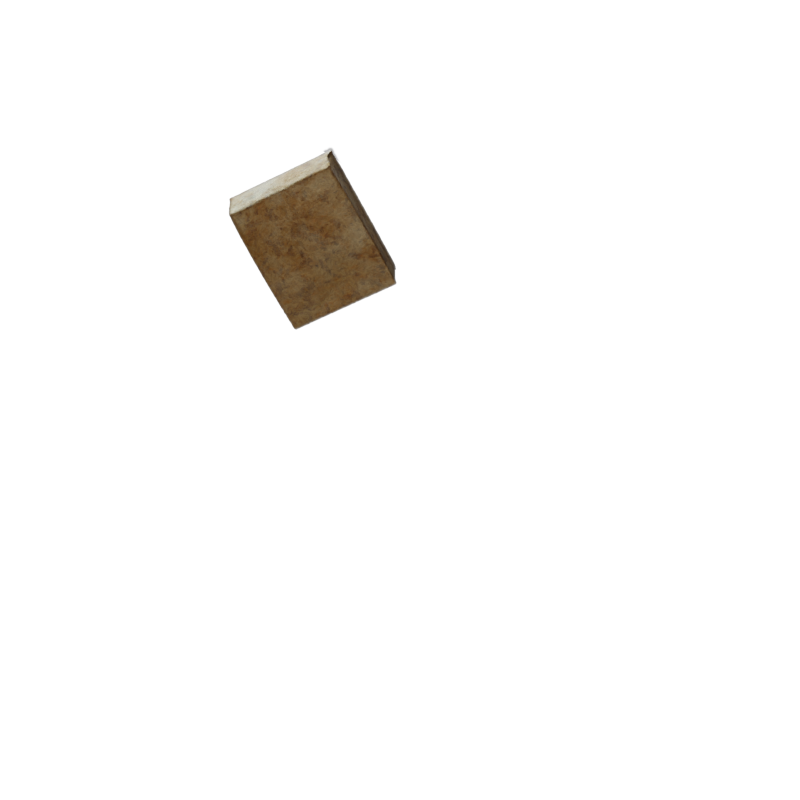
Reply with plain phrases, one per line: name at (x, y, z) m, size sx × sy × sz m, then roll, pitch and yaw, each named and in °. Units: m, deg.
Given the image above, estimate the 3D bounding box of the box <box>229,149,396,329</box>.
box at (-0.066, -0.120, 0.844) m, size 0.090 × 0.107 × 0.041 m, roll -24°, pitch 25°, yaw 12°
